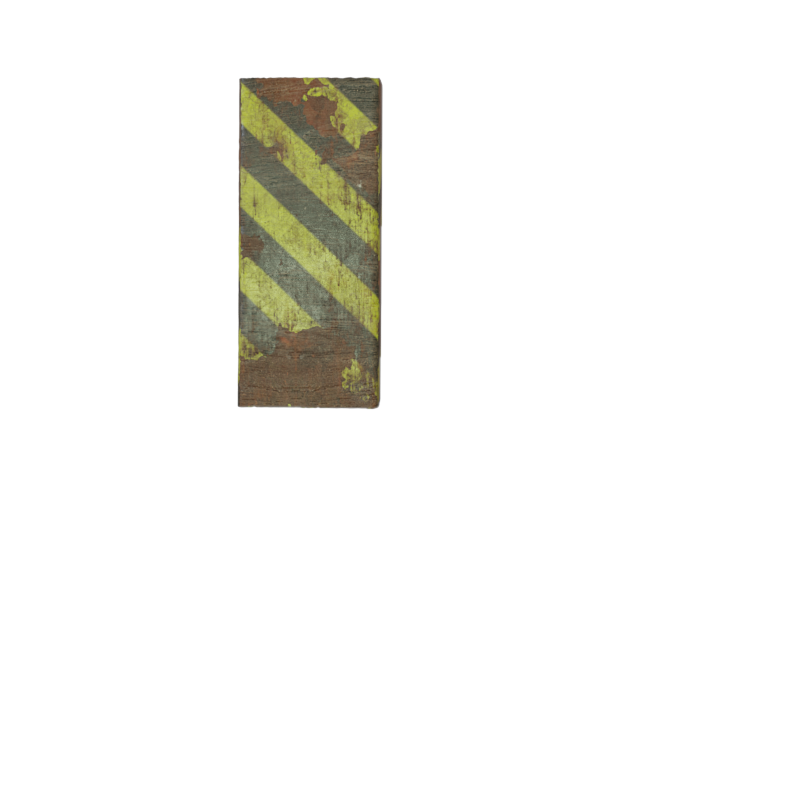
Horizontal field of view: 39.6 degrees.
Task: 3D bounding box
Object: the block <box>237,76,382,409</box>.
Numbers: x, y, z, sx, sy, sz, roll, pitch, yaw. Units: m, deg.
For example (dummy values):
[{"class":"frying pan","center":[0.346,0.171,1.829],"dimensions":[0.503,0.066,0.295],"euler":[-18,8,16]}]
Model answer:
[{"class":"block","center":[-0.057,-0.104,0.732],"dimensions":[0.091,0.206,0.090],"euler":[0,2,2]}]
